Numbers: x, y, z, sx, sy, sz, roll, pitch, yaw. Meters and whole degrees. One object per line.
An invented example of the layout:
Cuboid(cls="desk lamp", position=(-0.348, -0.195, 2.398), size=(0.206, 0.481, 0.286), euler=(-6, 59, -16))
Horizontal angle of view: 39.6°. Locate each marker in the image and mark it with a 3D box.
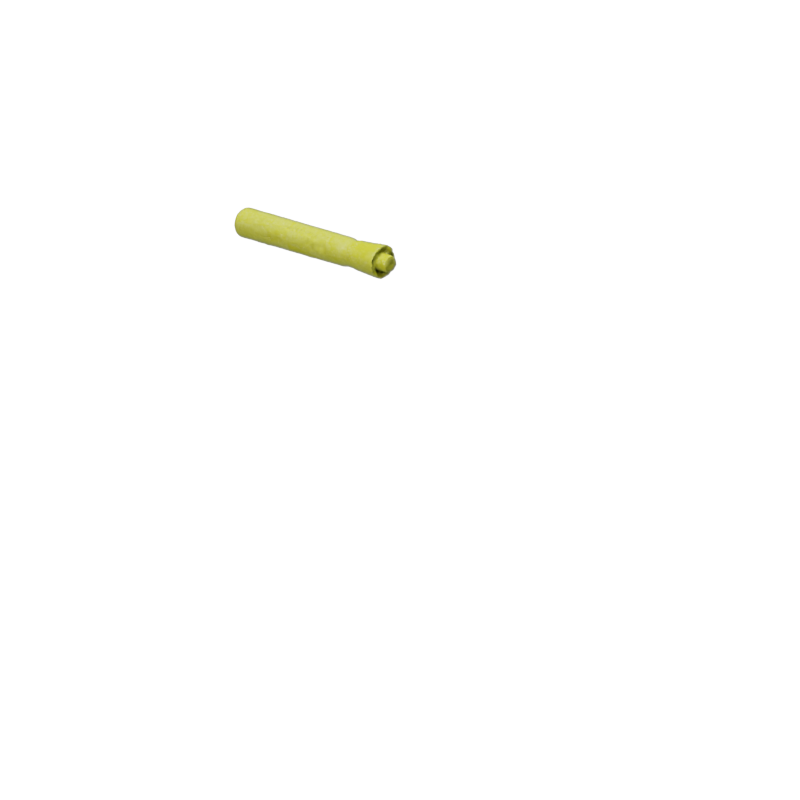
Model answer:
Cuboid(cls="marker", position=(-0.050, -0.091, 0.637), size=(0.128, 0.019, 0.019), euler=(22, 18, 41))
